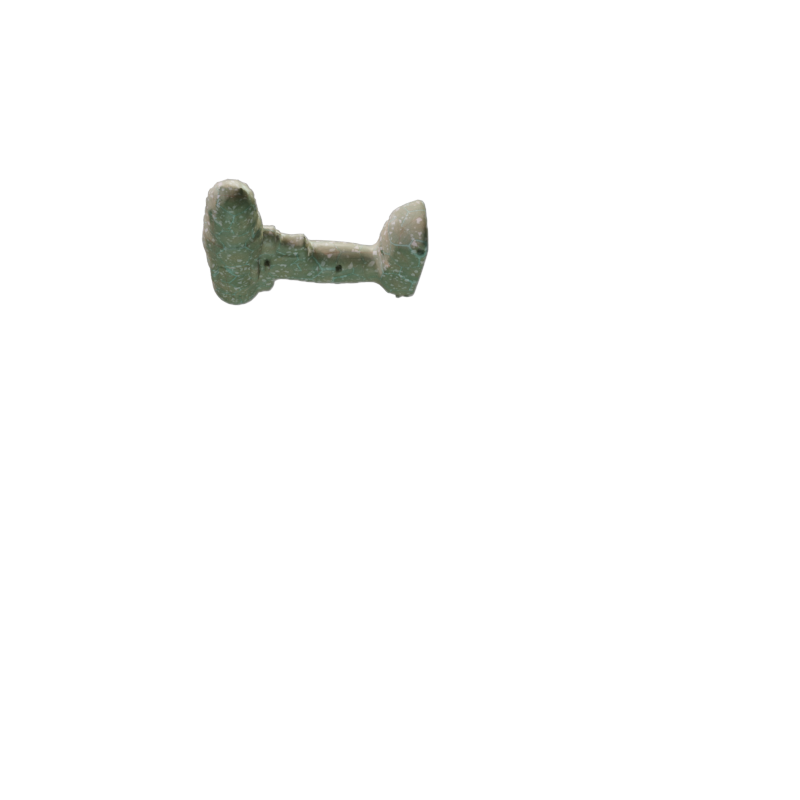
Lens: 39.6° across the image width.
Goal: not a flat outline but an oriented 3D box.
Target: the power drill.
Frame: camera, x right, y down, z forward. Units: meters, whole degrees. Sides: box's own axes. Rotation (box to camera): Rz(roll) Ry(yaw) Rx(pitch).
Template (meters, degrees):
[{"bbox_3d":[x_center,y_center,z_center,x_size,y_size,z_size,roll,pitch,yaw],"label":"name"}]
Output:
[{"bbox_3d":[-0.074,-0.134,0.941,0.187,0.060,0.177,1,-18,-4],"label":"power drill"}]
